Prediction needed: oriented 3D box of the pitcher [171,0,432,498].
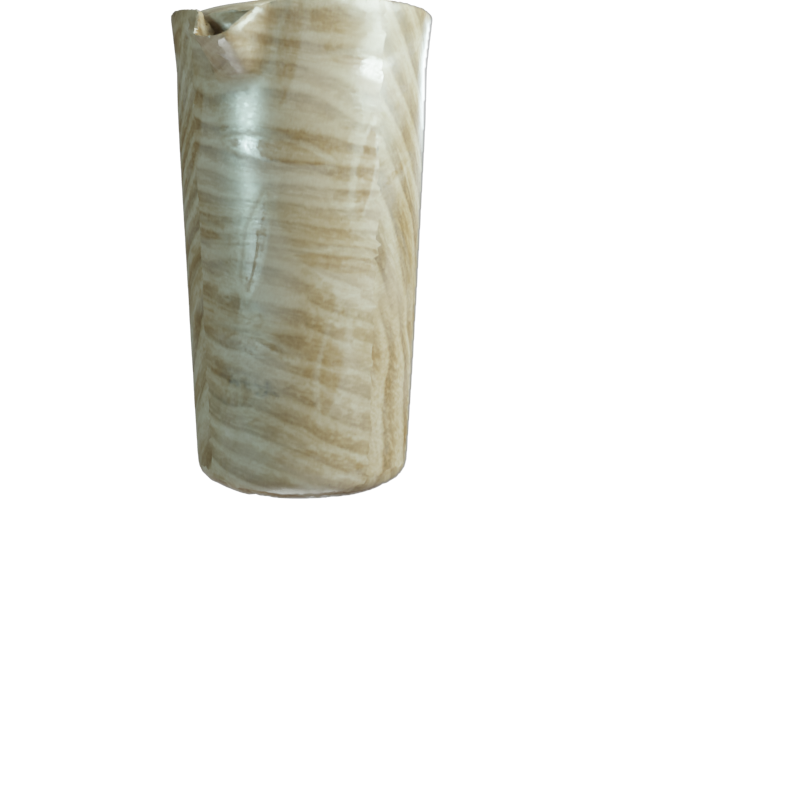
[{"bbox_3d":[-0.045,-0.083,0.580,0.146,0.241,0.149,-1,4,-19],"label":"pitcher"}]
